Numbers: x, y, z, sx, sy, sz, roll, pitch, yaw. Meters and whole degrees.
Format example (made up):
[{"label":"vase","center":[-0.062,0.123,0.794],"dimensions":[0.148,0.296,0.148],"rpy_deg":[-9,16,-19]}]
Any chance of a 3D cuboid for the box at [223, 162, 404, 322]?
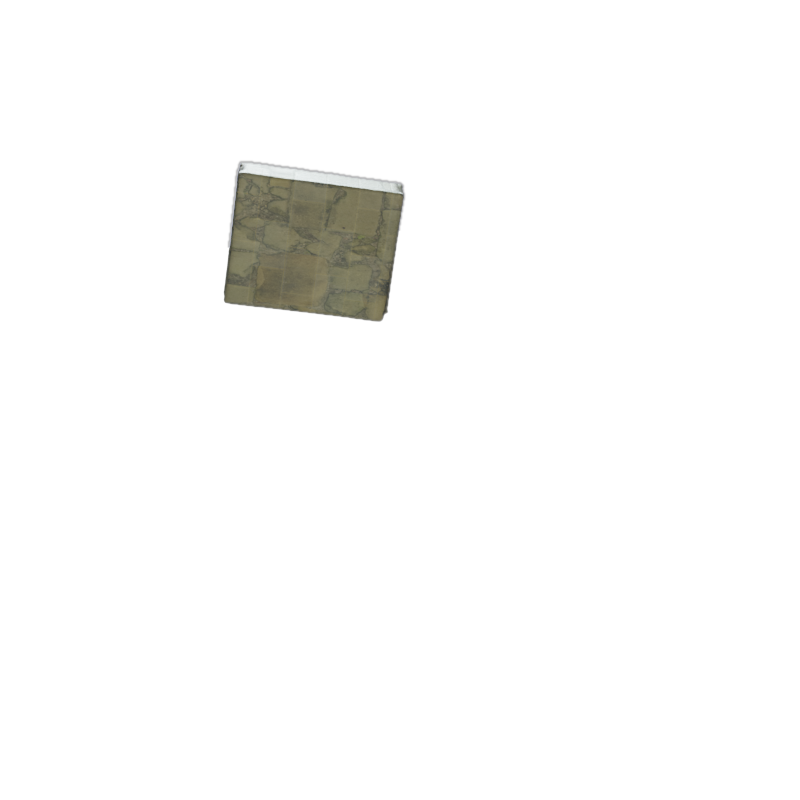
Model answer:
[{"label":"box","center":[-0.046,-0.085,0.595],"dimensions":[0.089,0.070,0.031],"rpy_deg":[7,18,-3]}]
